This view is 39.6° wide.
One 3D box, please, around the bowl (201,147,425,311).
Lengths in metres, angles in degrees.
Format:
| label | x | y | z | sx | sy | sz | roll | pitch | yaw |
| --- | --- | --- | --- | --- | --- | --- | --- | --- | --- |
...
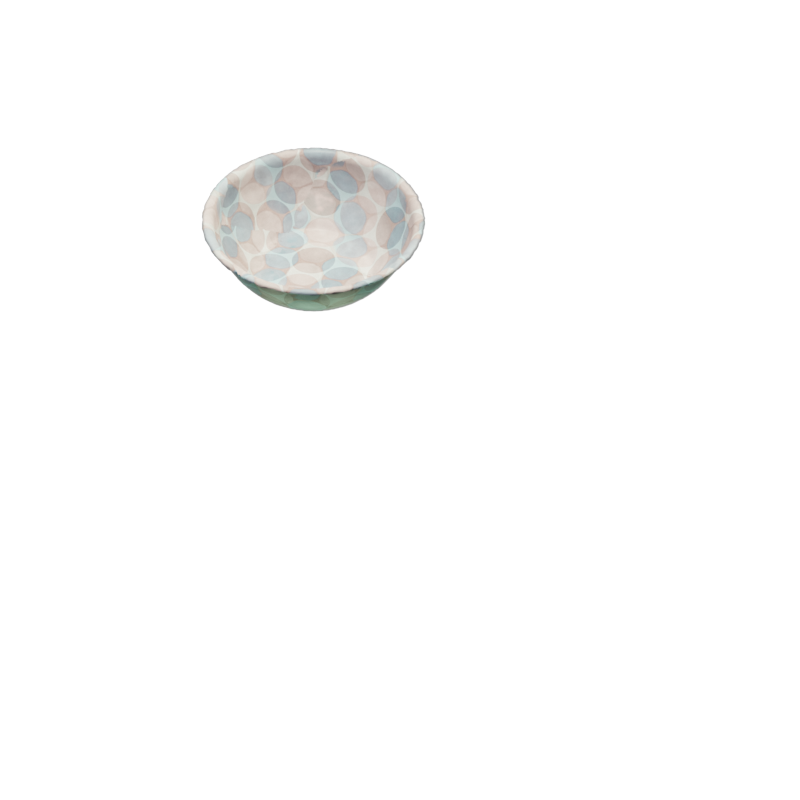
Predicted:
| label | x | y | z | sx | sy | sz | roll | pitch | yaw |
| --- | --- | --- | --- | --- | --- | --- | --- | --- | --- |
| bowl | -0.064 | -0.117 | 0.820 | 0.162 | 0.174 | 0.051 | -1 | -44 | -1 |
